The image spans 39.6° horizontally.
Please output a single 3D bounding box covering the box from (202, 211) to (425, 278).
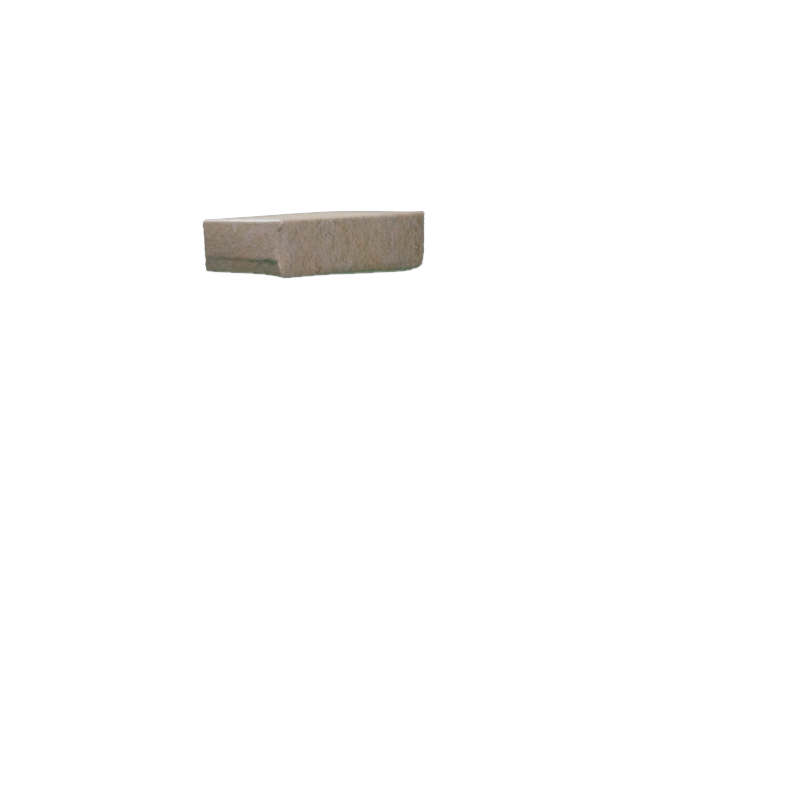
[{"bbox_3d":[-0.055,-0.100,0.699,0.110,0.038,0.094,-7,12,-37],"label":"box"}]
